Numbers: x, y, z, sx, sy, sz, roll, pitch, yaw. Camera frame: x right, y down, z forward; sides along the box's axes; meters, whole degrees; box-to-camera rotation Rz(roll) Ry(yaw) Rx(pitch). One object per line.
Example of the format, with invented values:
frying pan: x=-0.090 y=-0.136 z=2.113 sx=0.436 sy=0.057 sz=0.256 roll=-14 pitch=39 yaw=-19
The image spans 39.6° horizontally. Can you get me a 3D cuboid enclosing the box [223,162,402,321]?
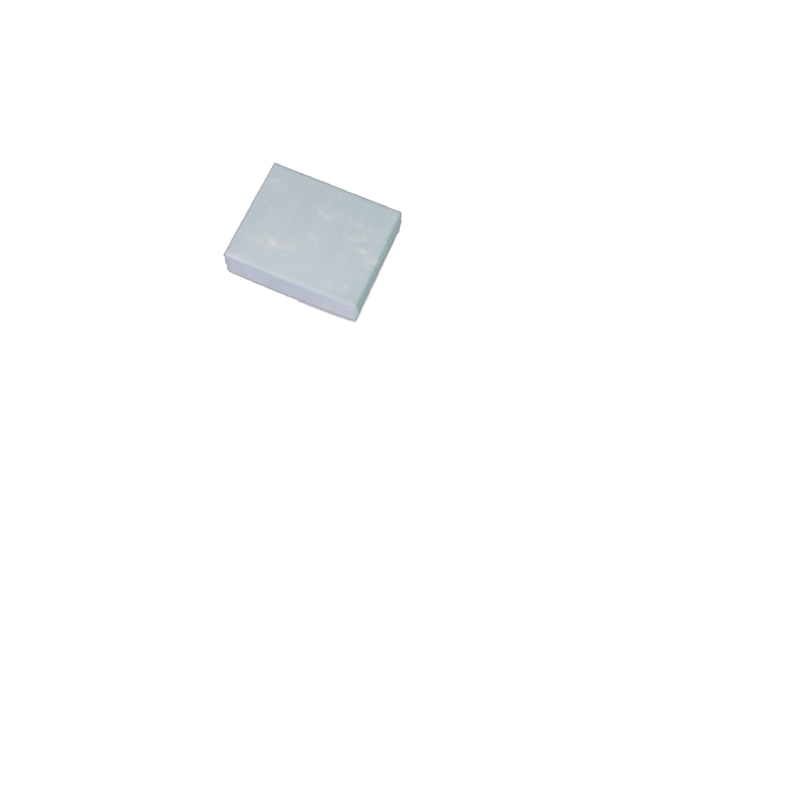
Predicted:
box: x=-0.067 y=-0.123 z=0.859 sx=0.116 sy=0.093 sz=0.037 roll=22 pitch=-22 yaw=9
